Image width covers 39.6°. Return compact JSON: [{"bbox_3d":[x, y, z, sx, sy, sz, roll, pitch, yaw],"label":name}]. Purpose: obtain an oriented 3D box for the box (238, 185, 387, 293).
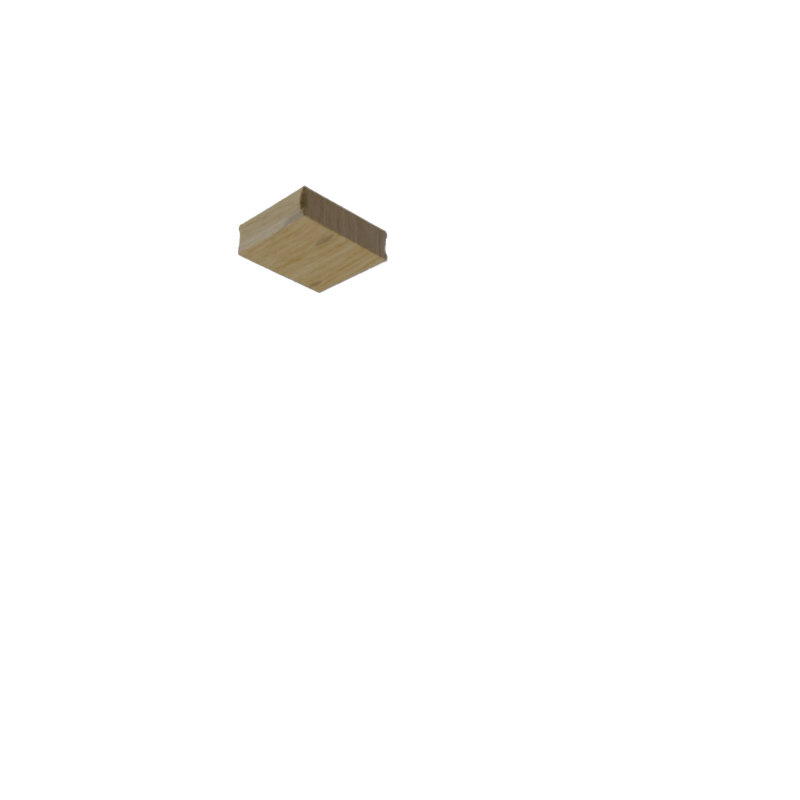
[{"bbox_3d":[-0.065,-0.118,0.830,0.073,0.032,0.084,-24,-35,39],"label":"box"}]
